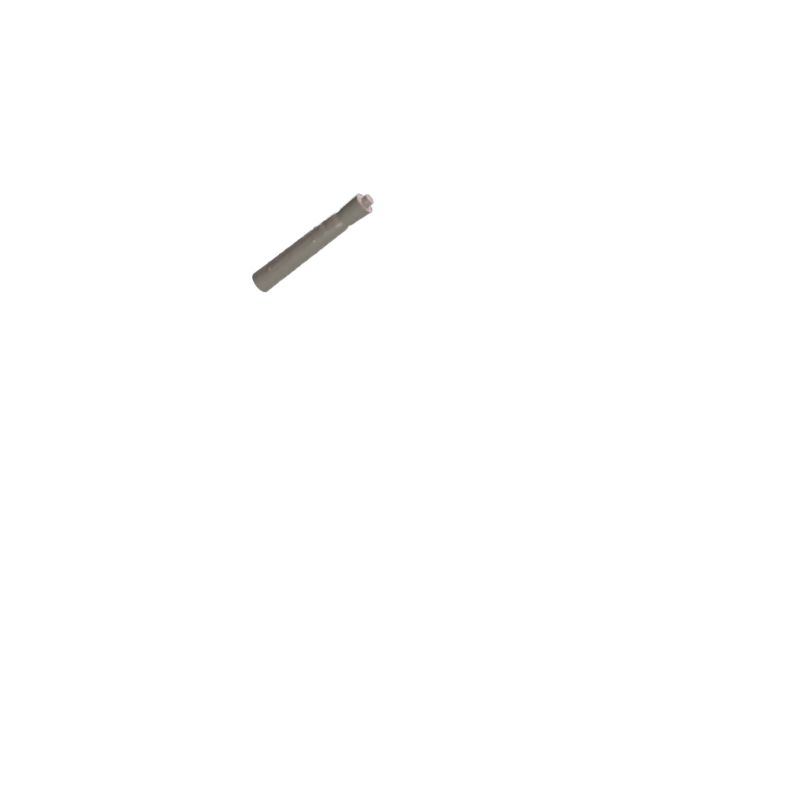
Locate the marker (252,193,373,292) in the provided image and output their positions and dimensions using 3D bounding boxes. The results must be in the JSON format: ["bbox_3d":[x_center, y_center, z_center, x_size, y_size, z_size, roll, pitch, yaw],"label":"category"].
[{"bbox_3d":[-0.070,-0.127,0.890,0.120,0.020,0.019,-34,-11,22],"label":"marker"}]
